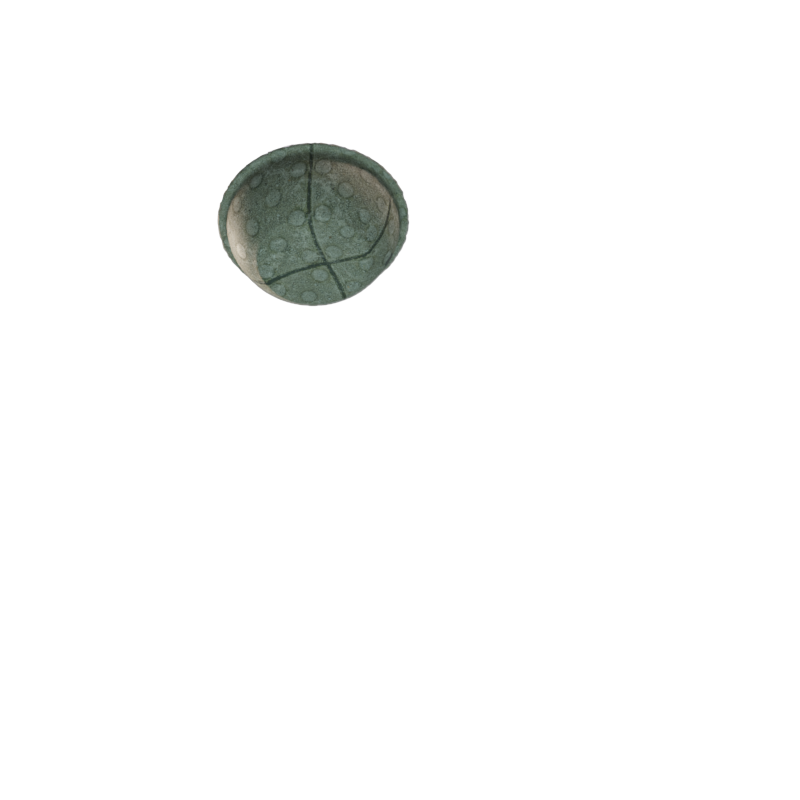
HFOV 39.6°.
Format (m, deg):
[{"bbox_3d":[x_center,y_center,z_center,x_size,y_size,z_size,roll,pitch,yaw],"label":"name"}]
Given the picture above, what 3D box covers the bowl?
[{"bbox_3d":[-0.072,-0.131,0.918,0.162,0.151,0.059,1,40,-1],"label":"bowl"}]
